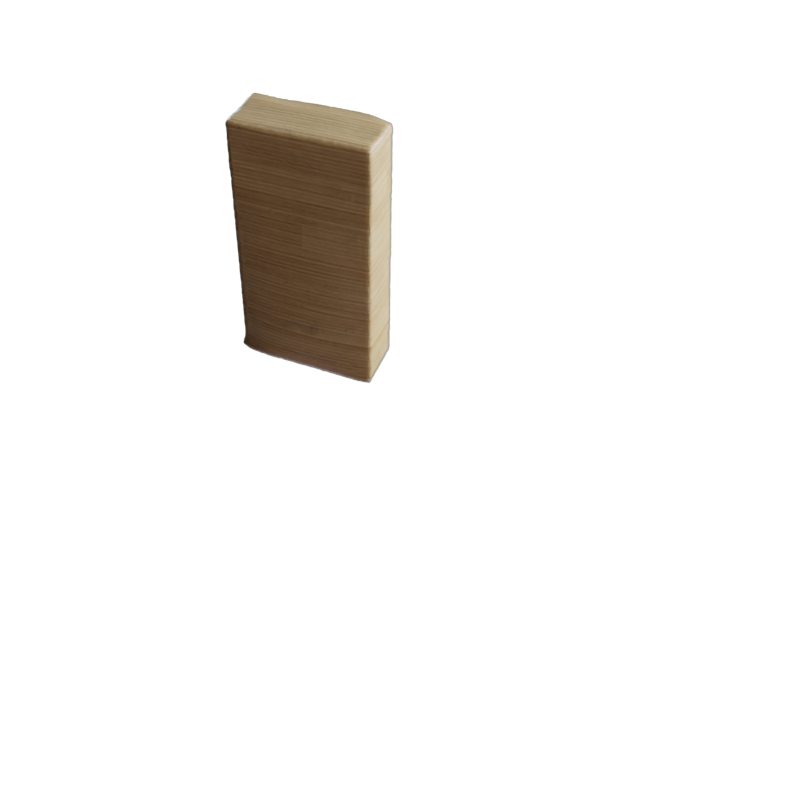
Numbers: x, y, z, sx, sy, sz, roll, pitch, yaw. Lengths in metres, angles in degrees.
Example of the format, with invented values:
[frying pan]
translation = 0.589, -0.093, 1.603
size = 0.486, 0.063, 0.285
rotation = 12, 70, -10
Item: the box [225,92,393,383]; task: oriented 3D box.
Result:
[box]
translation = -0.053, -0.098, 0.686
size = 0.096, 0.165, 0.050
rotation = 16, 39, 17
